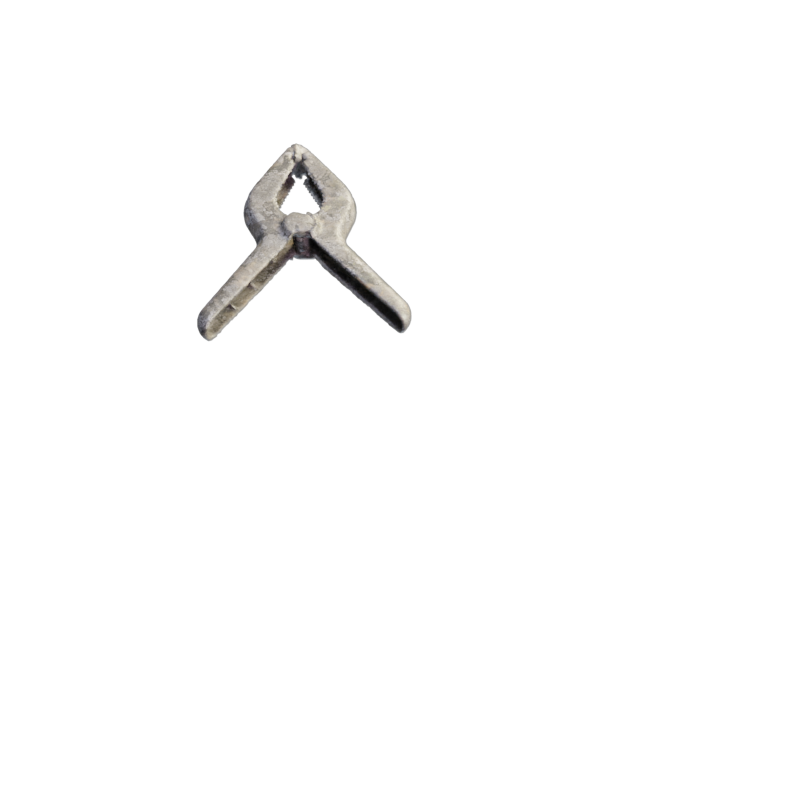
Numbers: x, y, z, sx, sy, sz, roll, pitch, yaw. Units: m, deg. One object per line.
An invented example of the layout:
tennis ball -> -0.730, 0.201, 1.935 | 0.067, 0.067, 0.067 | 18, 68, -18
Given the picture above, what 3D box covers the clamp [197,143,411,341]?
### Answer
clamp -> -0.071, -0.130, 0.912 | 0.165, 0.224, 0.034 | 2, -40, 2
